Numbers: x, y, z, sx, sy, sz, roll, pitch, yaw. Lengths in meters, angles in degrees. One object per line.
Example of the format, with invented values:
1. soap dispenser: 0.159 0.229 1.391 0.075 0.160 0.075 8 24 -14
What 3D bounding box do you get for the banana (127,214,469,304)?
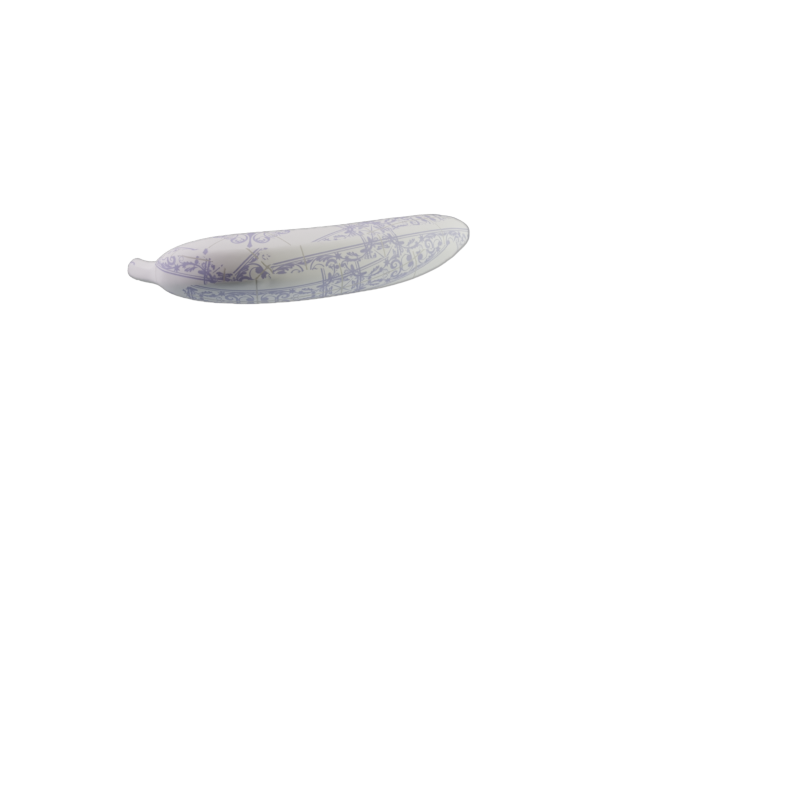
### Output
1. banana: -0.047 -0.080 0.602 0.195 0.035 0.074 -6 26 -13
